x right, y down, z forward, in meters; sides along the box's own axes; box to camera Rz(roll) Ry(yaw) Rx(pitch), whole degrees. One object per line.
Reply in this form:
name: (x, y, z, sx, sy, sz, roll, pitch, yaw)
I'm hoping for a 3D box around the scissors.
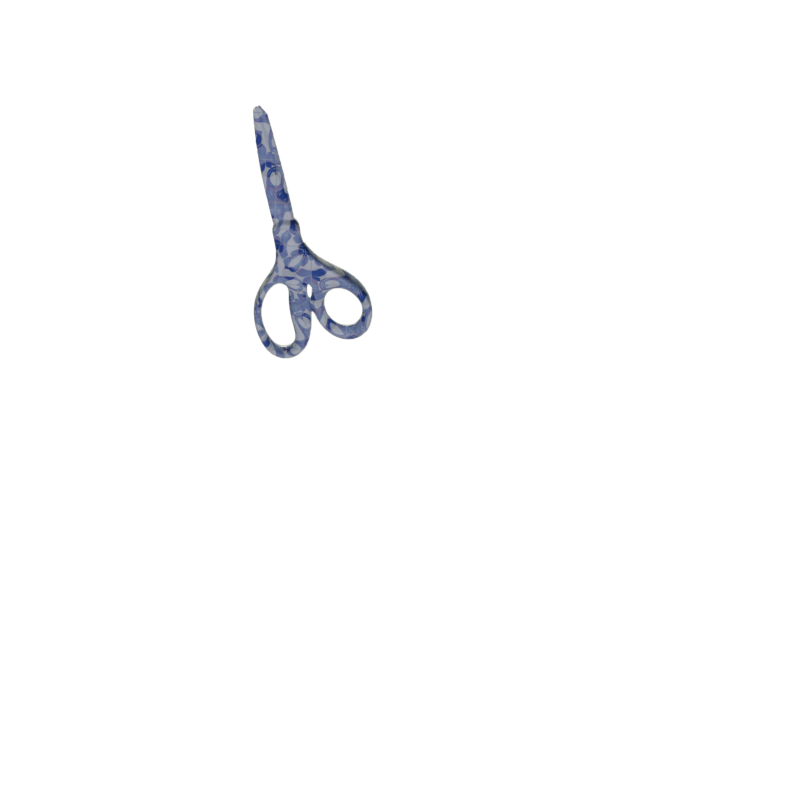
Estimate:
scissors: (-0.061, -0.112, 0.783, 0.096, 0.190, 0.017, 6, 34, -4)
